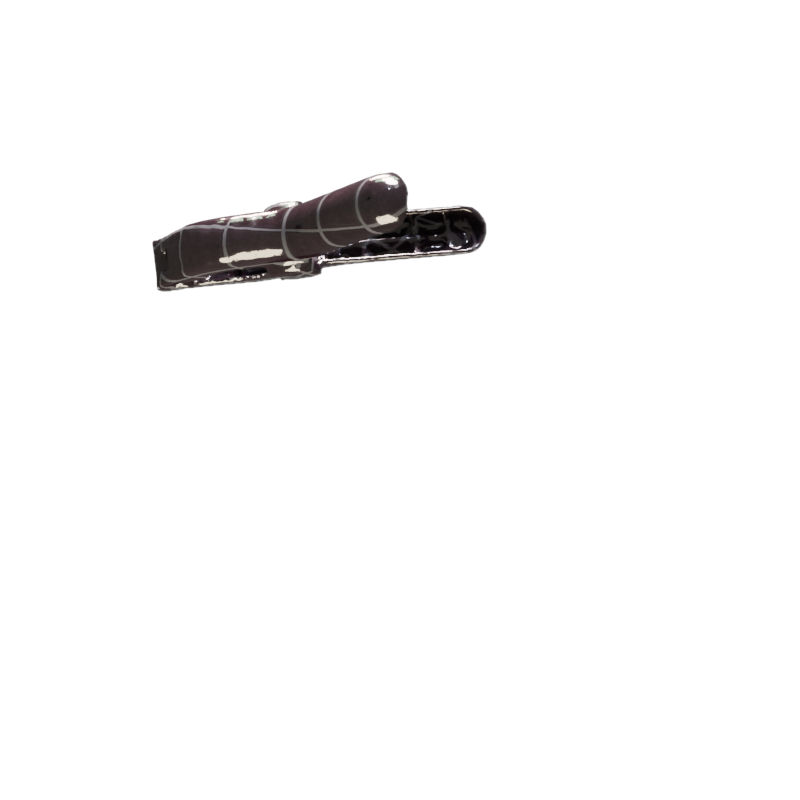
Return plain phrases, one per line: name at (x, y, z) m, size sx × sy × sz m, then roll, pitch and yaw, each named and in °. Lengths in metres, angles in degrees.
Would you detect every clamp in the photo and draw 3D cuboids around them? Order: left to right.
clamp at (-0.044, -0.080, 0.560) m, size 0.176 × 0.040 × 0.114 m, roll -4°, pitch -8°, yaw 33°
